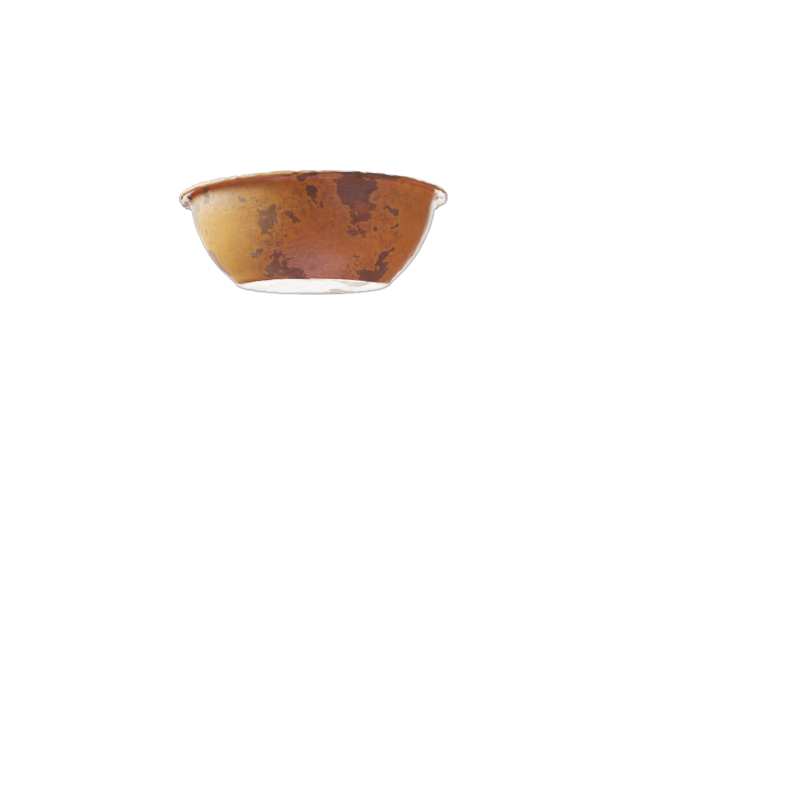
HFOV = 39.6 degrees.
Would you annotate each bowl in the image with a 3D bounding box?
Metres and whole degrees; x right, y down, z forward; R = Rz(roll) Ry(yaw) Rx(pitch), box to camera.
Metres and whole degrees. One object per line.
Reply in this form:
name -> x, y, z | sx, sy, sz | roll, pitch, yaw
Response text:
bowl -> -0.052, -0.095, 0.663 | 0.162, 0.056, 0.160 | 0, -1, -2
